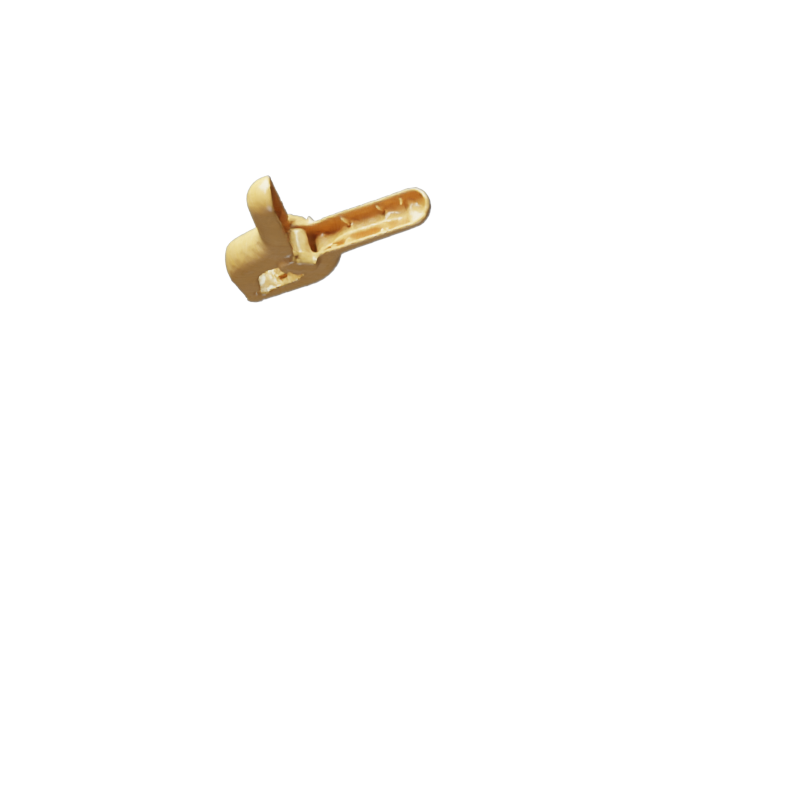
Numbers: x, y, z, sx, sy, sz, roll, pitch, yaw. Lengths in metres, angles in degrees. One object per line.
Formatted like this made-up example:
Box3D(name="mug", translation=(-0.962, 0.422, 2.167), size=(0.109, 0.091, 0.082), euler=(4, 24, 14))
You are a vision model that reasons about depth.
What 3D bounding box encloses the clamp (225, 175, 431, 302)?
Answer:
Box3D(name="clamp", translation=(-0.057, -0.105, 0.734), size=(0.117, 0.041, 0.169), euler=(4, -13, -18))
